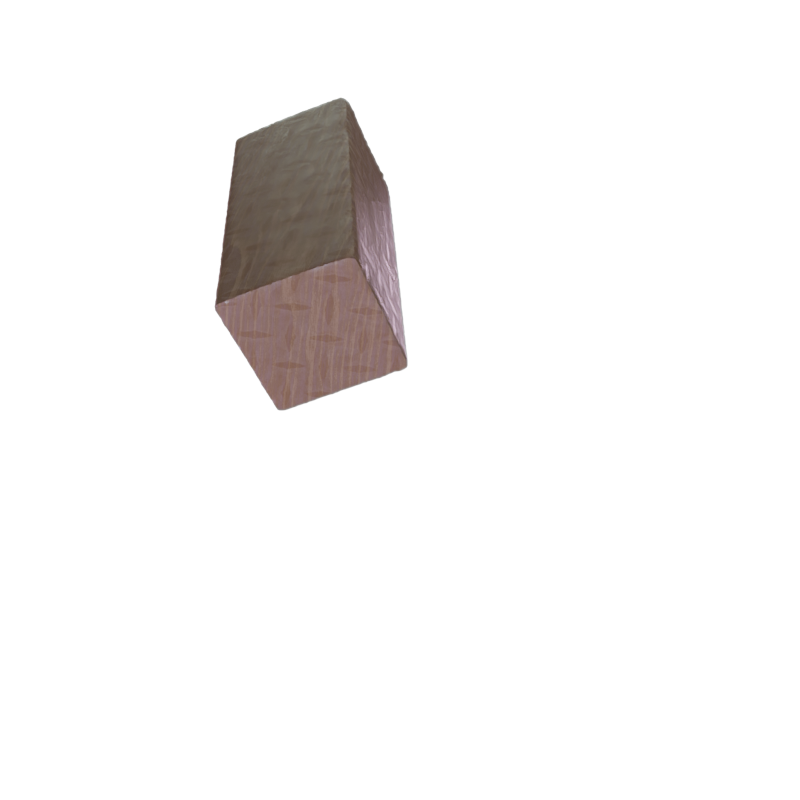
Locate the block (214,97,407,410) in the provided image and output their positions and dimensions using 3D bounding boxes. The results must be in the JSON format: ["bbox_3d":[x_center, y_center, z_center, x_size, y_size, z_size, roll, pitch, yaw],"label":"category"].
[{"bbox_3d":[-0.057,-0.105,0.736,0.090,0.084,0.221,-20,36,11],"label":"block"}]
